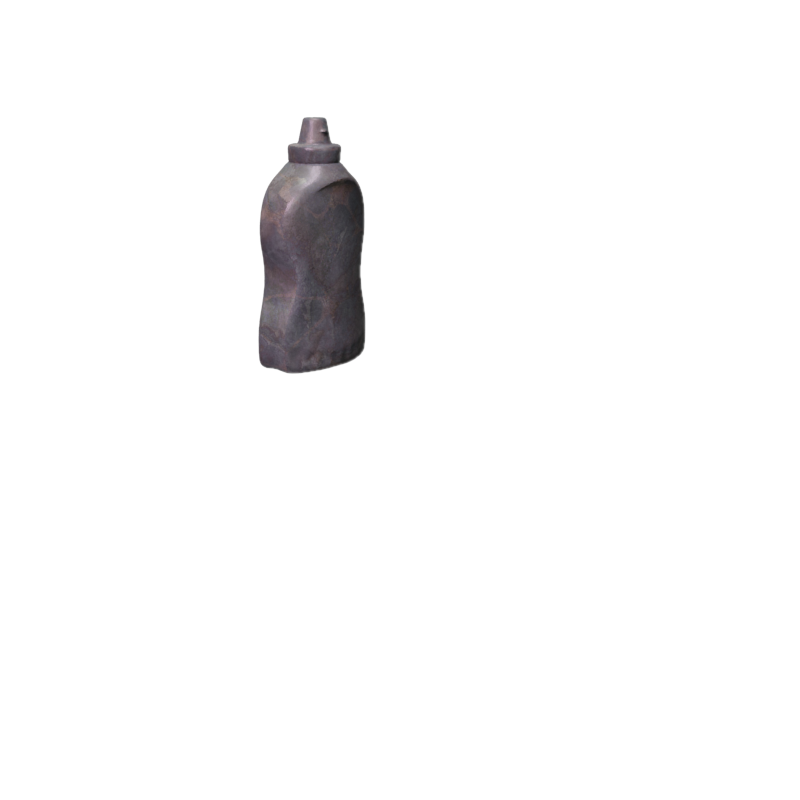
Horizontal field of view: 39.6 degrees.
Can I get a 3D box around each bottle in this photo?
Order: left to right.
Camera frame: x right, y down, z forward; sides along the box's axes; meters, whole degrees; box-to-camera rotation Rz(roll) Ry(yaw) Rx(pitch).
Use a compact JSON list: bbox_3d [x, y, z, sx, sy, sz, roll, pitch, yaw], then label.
[{"bbox_3d":[-0.067,-0.123,0.860,0.061,0.187,0.094,9,13,41],"label":"bottle"}]
